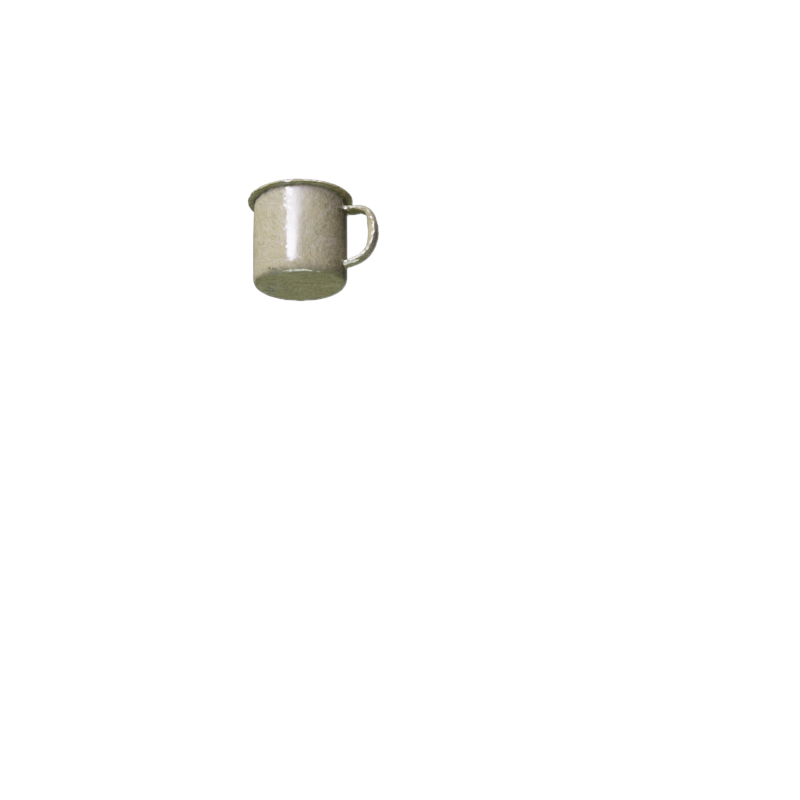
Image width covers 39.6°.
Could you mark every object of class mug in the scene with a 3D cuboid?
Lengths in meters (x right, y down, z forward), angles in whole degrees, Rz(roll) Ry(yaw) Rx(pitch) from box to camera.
[{"bbox_3d":[-0.075,-0.137,0.962,0.119,0.085,0.088,-5,-19,14],"label":"mug"}]
